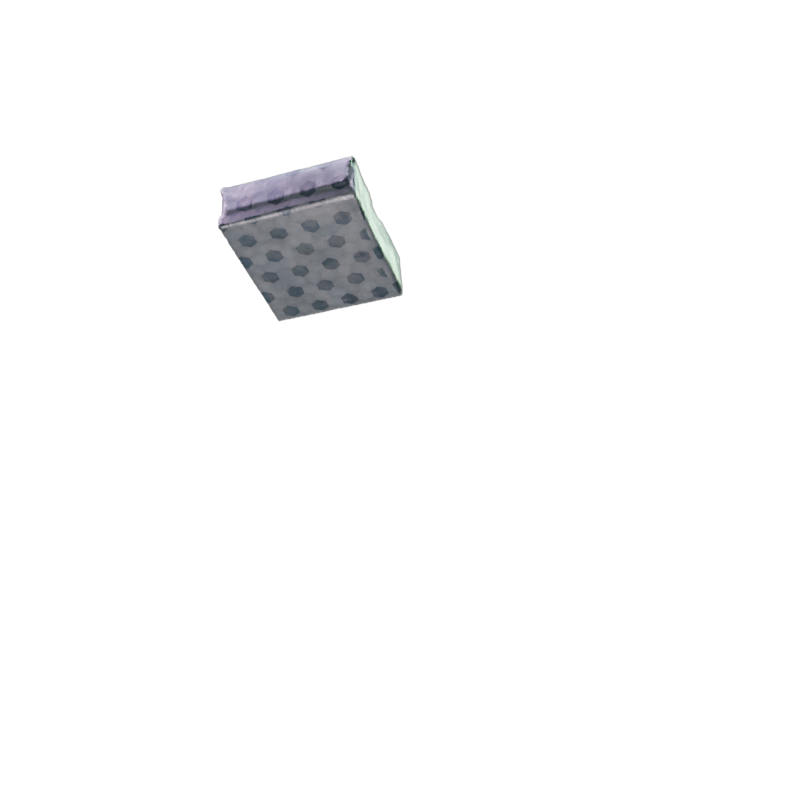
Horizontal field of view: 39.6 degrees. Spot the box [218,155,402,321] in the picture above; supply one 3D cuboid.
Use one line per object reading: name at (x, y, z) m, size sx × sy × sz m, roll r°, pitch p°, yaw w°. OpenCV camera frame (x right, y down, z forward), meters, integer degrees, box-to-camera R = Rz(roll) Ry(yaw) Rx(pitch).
box at (-0.046, -0.084, 0.585) m, size 0.074 × 0.032 × 0.082 m, roll -11°, pitch -38°, yaw 14°
